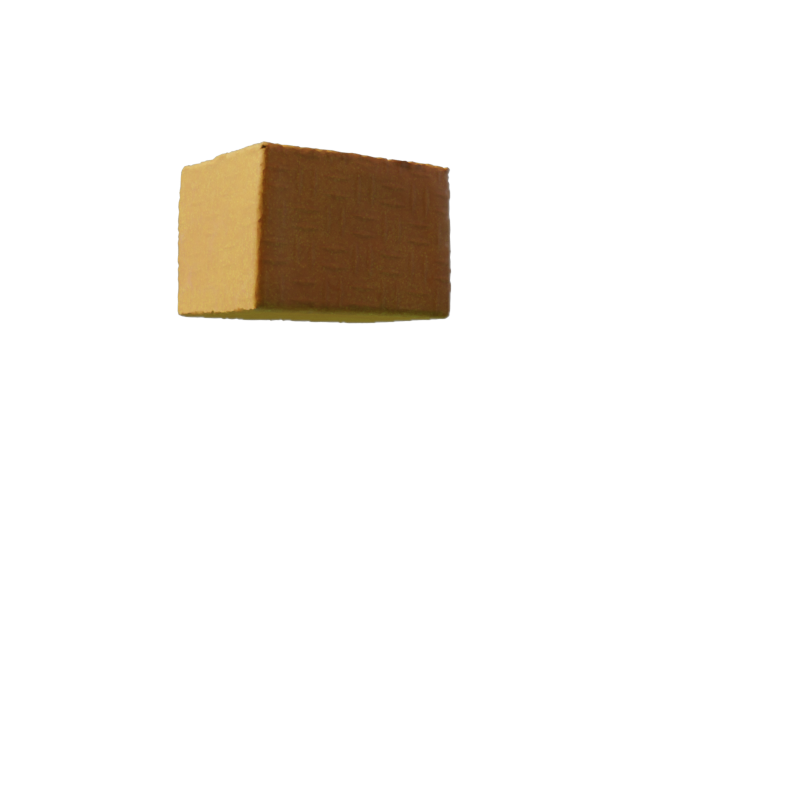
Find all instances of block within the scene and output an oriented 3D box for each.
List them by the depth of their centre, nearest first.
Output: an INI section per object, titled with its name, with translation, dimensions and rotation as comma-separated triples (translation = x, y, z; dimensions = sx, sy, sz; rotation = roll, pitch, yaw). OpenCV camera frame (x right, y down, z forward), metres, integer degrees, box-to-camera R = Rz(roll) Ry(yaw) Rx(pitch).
[block]
translation = -0.029, -0.053, 0.368
dimensions = 0.075, 0.052, 0.054
rotation = 1, -2, -38
